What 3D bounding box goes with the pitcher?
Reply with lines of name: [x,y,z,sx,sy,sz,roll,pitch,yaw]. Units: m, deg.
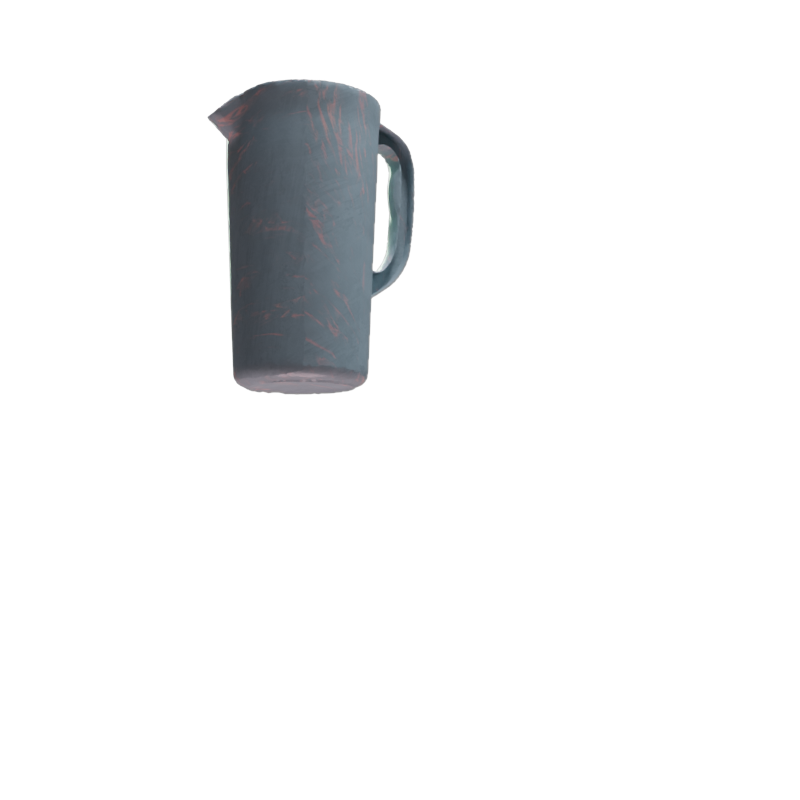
pitcher: [-0.072,-0.131,0.914,0.152,0.251,0.138,-4,-12,14]
